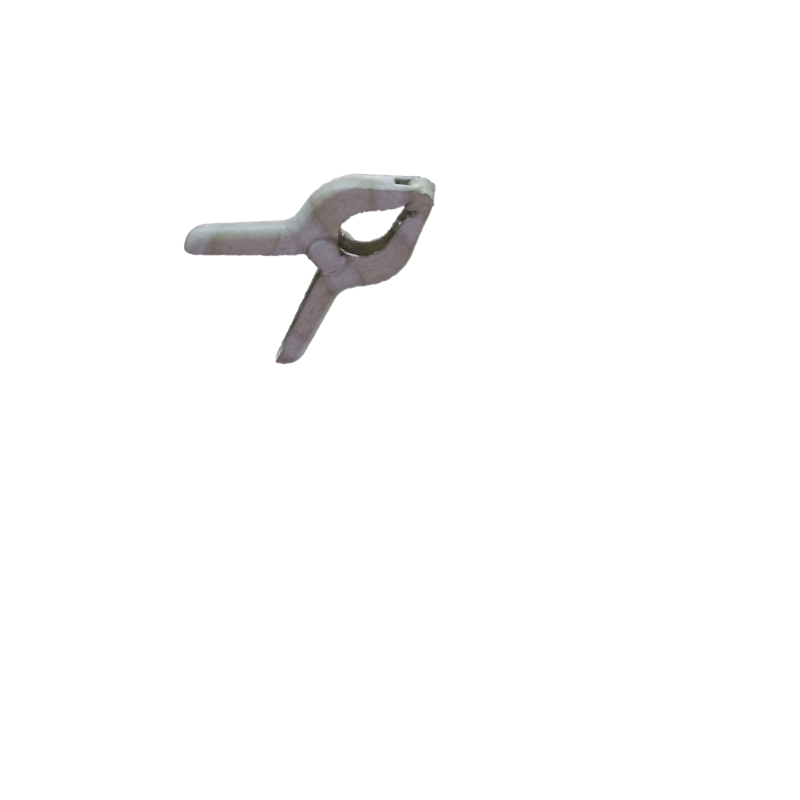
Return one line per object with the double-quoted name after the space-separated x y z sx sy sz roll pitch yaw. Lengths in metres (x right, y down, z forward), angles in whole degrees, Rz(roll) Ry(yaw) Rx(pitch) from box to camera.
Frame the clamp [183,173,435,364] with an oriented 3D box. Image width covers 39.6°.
-0.058 -0.106 0.745 0.170 0.114 0.042 -37 26 21 "clamp"
